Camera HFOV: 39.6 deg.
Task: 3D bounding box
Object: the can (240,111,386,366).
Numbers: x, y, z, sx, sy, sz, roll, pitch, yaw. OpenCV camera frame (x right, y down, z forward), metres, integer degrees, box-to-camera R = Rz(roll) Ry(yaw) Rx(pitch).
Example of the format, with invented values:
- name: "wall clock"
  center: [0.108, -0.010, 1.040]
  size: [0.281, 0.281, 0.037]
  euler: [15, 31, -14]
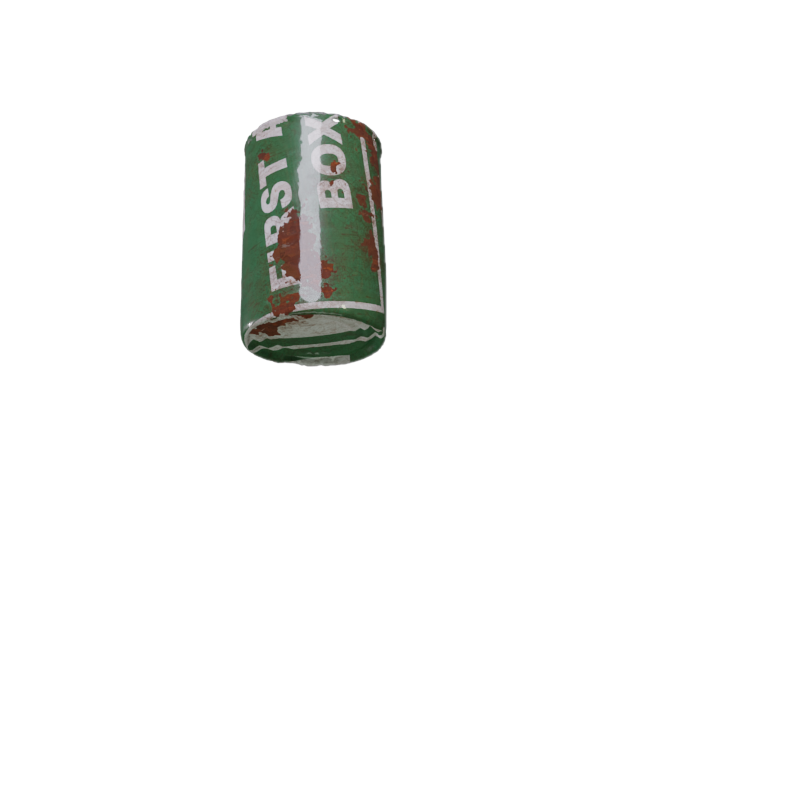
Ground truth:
- name: "can"
  center: [-0.041, -0.075, 0.523]
  size: [0.068, 0.108, 0.065]
  euler: [0, -24, -2]
